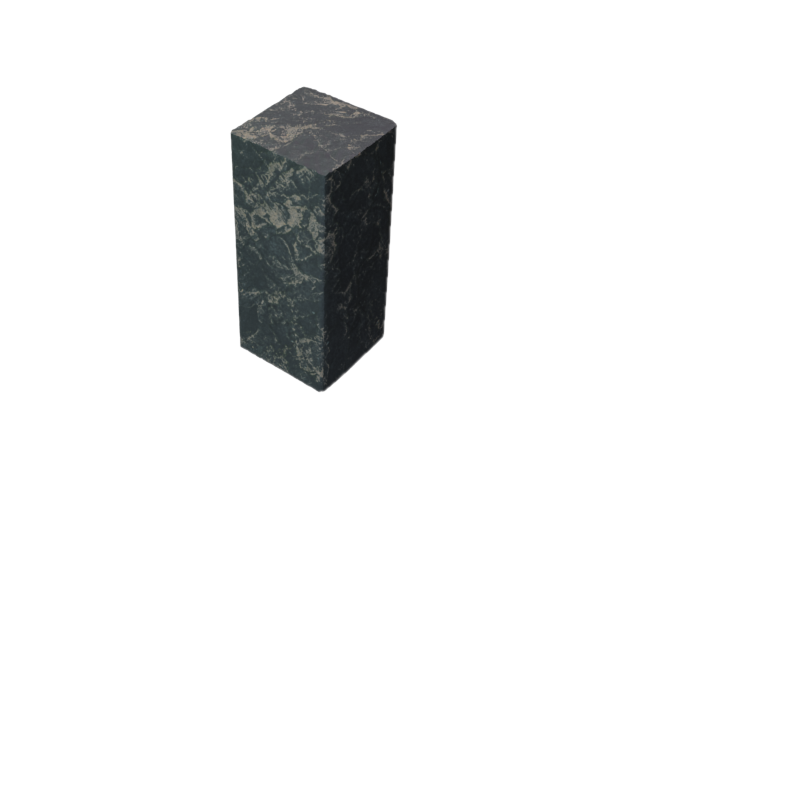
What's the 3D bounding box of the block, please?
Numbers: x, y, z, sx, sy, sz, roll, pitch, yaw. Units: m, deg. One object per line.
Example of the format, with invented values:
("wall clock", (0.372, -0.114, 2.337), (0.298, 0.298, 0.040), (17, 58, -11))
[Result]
("block", (-0.066, -0.122, 0.856), (0.096, 0.192, 0.091), (27, 46, 26))
